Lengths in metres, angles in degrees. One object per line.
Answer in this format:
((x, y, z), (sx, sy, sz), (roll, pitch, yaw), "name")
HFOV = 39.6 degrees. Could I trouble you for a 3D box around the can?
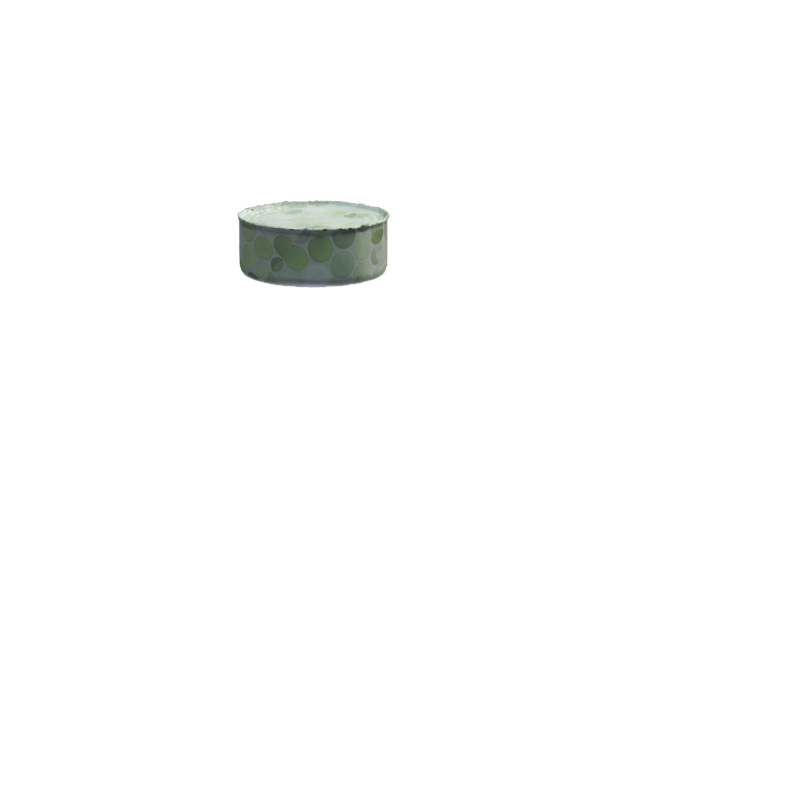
((-0.049, -0.090, 0.630), (0.086, 0.032, 0.089), (-1, 19, -2), "can")
